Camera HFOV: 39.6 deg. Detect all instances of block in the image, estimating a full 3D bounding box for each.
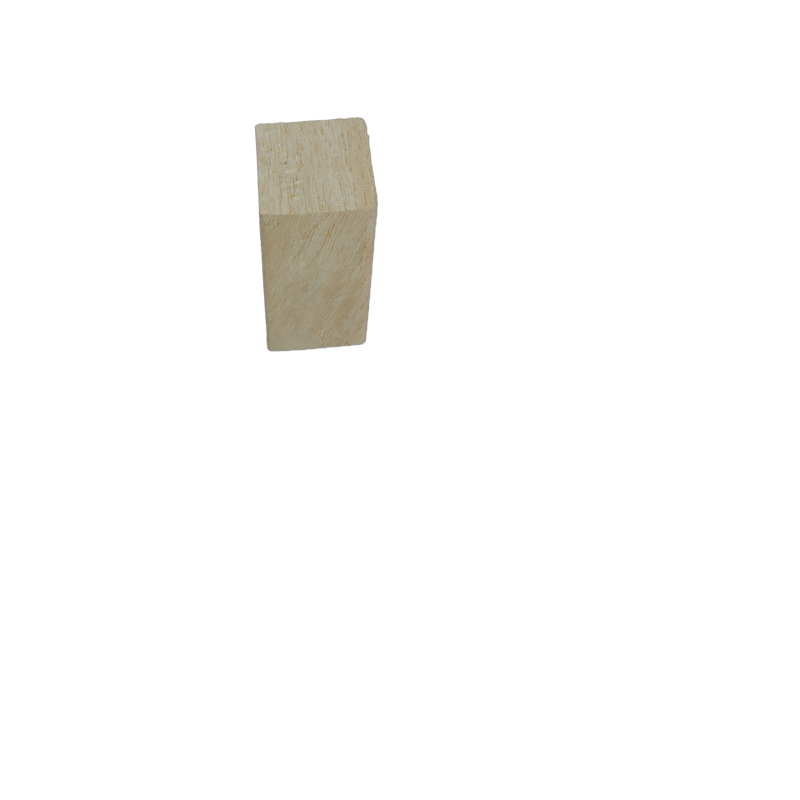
[{"bbox_3d":[-0.072,-0.132,0.923,0.090,0.097,0.194,-4,-30,-6],"label":"block"}]
